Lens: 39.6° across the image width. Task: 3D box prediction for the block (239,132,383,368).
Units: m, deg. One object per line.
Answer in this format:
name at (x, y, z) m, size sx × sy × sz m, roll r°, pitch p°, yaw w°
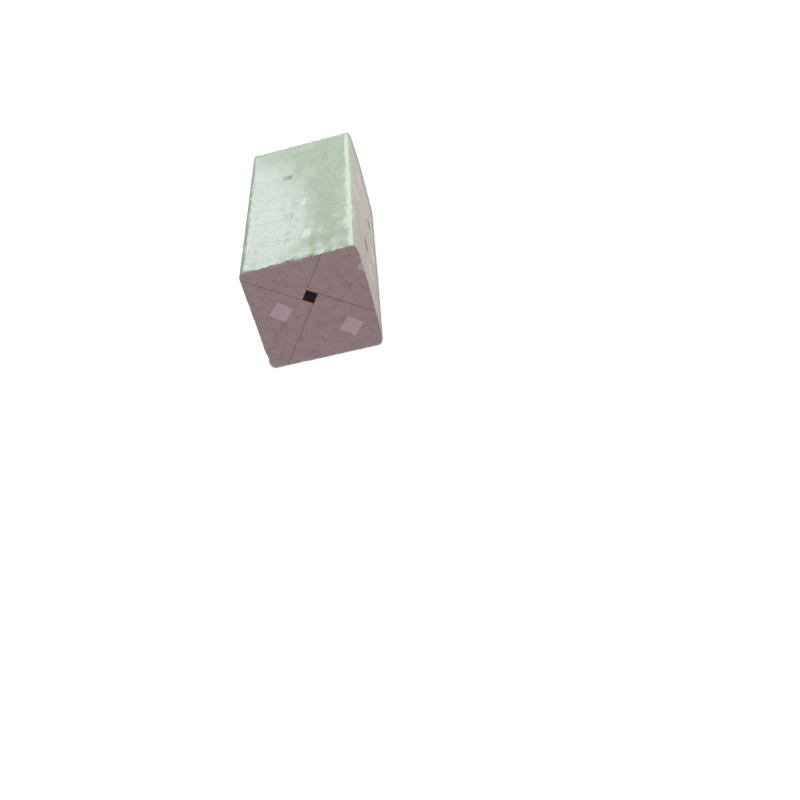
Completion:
block at (-0.070, -0.129, 0.904) m, size 0.091 × 0.084 × 0.220 m, roll -13°, pitch 34°, yaw 5°
